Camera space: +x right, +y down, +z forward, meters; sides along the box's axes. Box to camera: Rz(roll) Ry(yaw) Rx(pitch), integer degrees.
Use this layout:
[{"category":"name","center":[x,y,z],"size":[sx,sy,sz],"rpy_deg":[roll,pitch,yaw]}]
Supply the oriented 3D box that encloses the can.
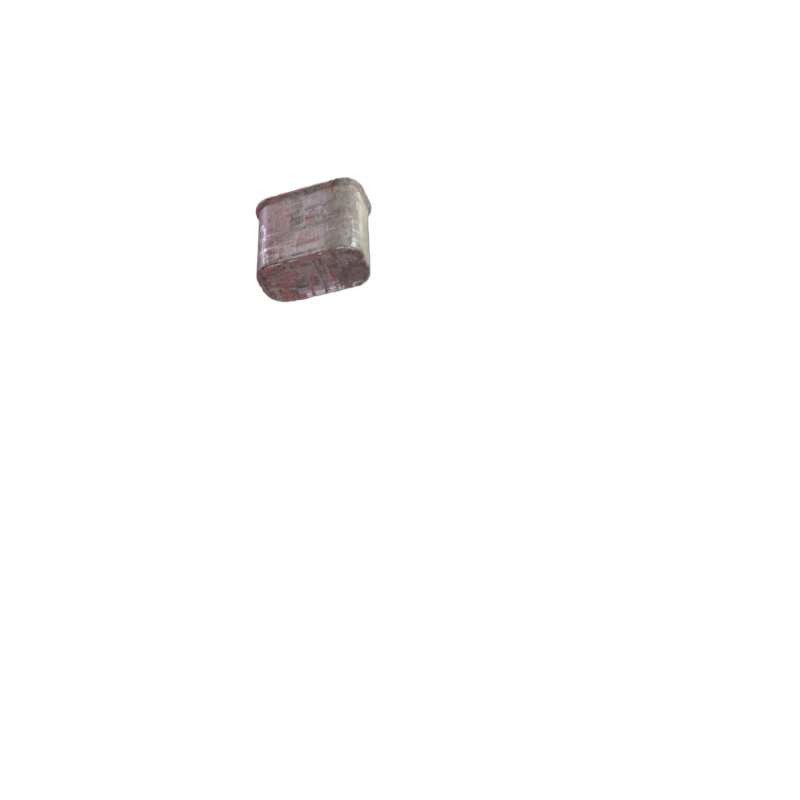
[{"category":"can","center":[-0.076,-0.138,0.968],"size":[0.103,0.090,0.053],"rpy_deg":[-14,-42,13]}]
